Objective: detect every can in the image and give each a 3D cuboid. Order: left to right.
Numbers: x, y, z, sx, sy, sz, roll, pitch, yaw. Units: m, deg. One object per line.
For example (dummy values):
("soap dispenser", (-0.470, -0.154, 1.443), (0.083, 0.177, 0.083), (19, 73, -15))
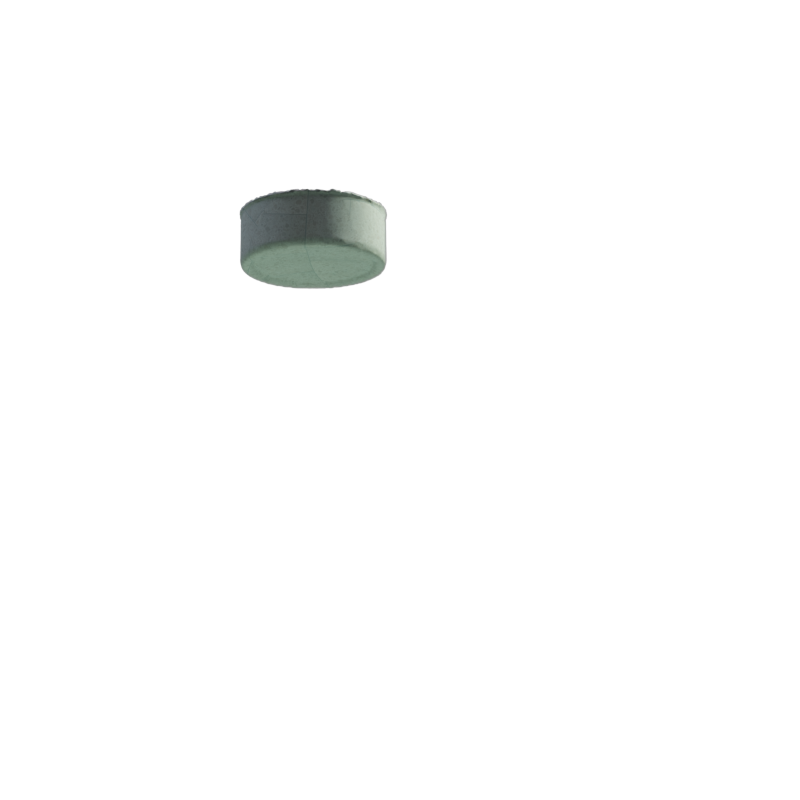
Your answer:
("can", (-0.050, -0.091, 0.640), (0.086, 0.035, 0.083), (0, -12, -2))
